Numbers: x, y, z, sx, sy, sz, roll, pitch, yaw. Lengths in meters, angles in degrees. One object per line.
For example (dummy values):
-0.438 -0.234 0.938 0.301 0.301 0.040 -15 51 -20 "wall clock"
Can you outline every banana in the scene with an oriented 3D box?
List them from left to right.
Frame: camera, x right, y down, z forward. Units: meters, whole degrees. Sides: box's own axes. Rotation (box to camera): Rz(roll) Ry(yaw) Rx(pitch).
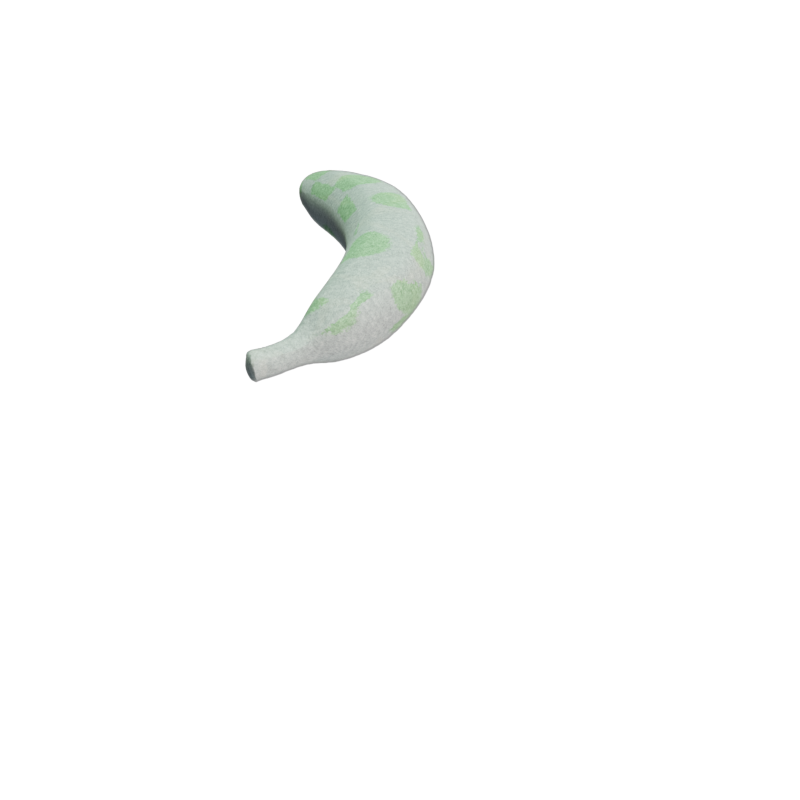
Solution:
-0.020 -0.067 0.485 0.070 0.035 0.207 1 28 2 "banana"
